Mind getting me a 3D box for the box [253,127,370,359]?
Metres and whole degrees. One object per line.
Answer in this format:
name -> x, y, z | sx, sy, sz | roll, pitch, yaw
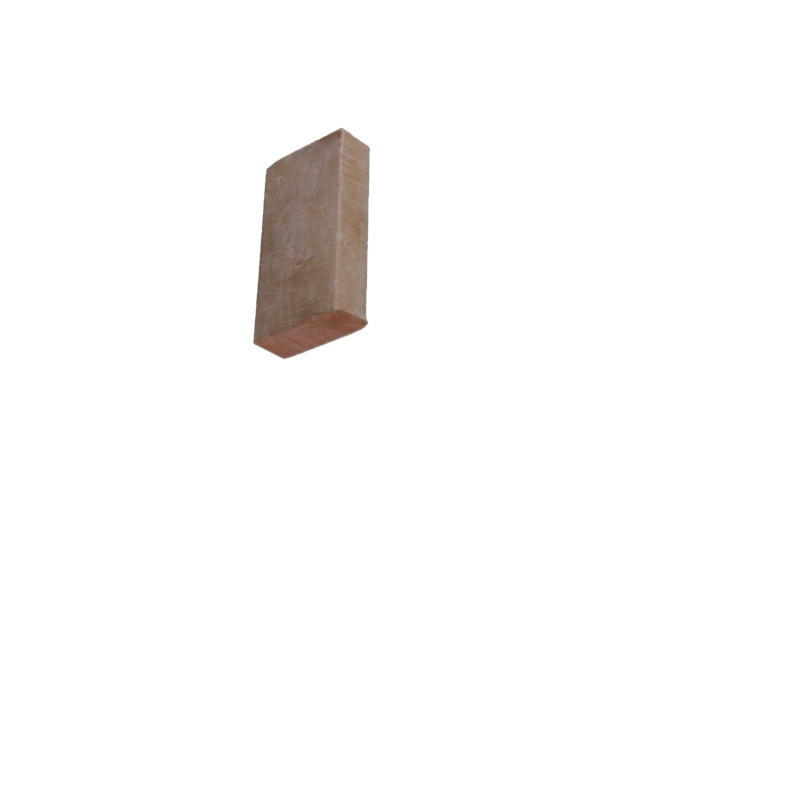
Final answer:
box -> -0.072, -0.131, 0.919 | 0.094, 0.187, 0.045 | -22, -34, 33
